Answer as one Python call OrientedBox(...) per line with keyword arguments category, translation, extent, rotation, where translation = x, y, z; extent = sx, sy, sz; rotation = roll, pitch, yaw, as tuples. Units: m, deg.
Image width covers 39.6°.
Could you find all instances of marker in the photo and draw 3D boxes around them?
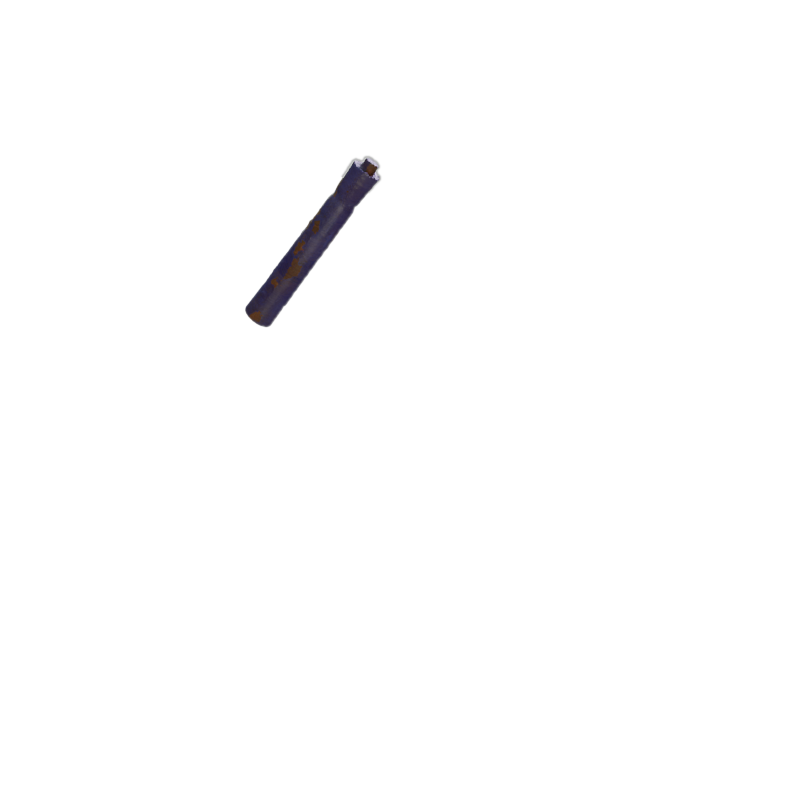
OrientedBox(category="marker", translation=(-0.051, -0.093, 0.650), extent=(0.019, 0.118, 0.021), rotation=(33, 21, -18))
